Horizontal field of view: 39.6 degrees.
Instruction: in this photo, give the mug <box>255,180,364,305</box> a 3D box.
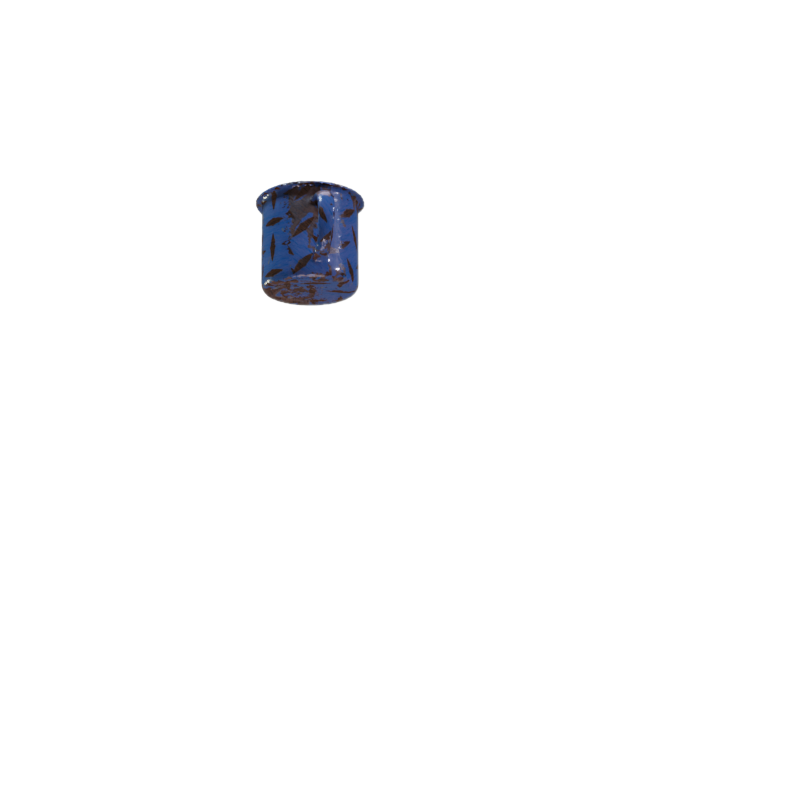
[{"bbox_3d":[-0.072,-0.132,0.926,0.091,0.085,0.115,4,-18,-16],"label":"mug"}]
